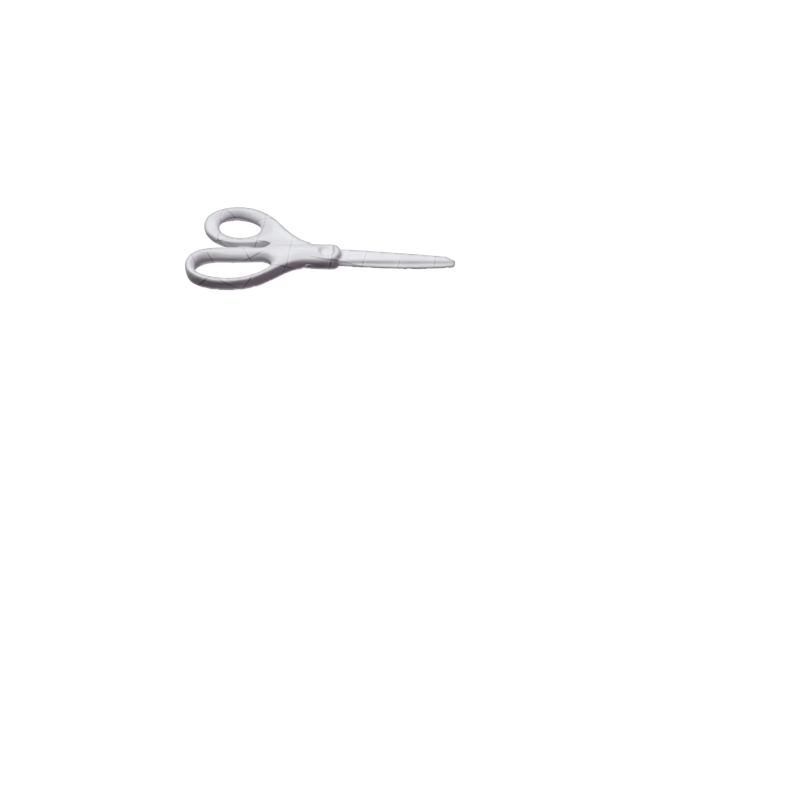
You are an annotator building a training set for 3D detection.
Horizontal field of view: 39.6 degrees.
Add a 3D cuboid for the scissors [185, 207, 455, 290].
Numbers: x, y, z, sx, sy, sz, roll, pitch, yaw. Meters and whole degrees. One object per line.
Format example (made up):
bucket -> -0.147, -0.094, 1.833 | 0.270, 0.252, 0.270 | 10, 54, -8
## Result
scissors -> -0.067, -0.123, 0.861 | 0.200, 0.015, 0.104 | -9, 46, -8
